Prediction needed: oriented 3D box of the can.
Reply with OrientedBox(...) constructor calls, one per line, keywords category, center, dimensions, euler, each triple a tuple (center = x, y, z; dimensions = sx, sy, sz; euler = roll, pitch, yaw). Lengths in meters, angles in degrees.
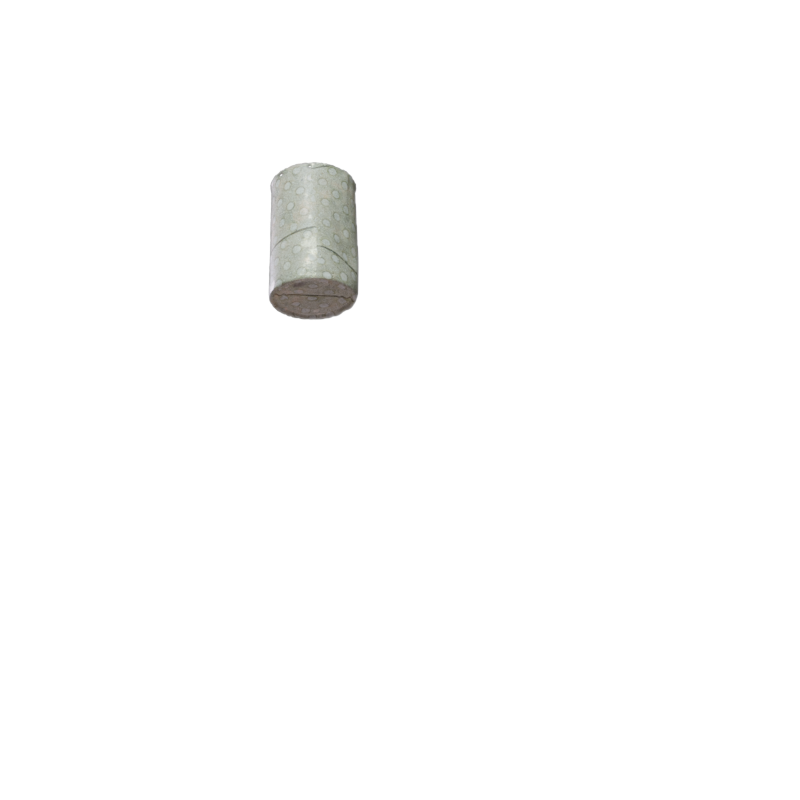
OrientedBox(category="can", center=(-0.067, -0.121, 0.850), dimensions=(0.068, 0.109, 0.064), euler=(0, -29, -2))
